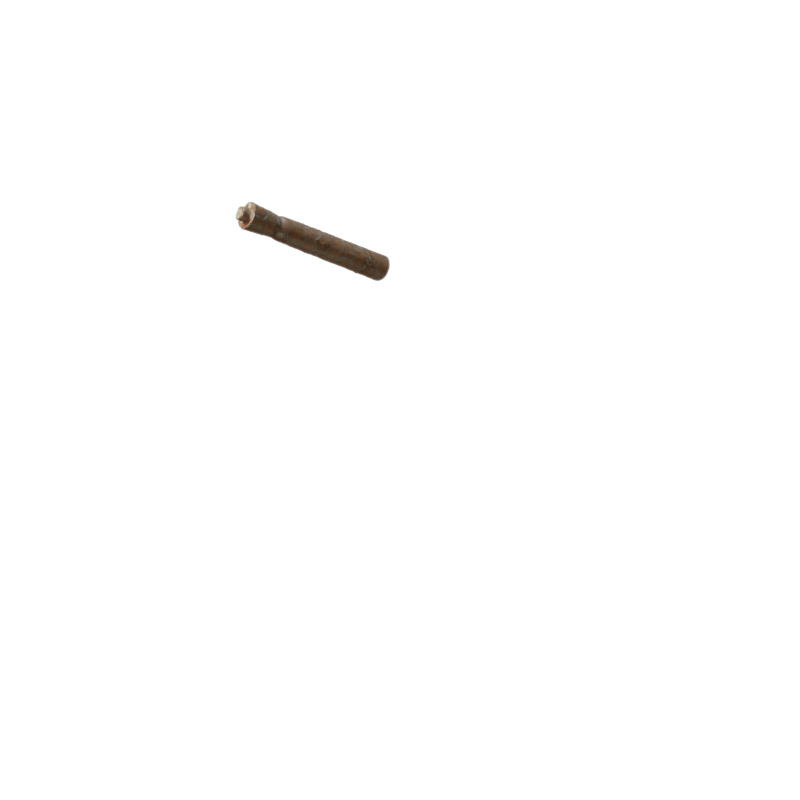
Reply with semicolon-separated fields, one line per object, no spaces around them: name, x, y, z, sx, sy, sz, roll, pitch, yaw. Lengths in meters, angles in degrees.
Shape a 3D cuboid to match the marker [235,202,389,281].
marker;-0.058;-0.107;0.746;0.114;0.020;0.021;18;-7;-33
